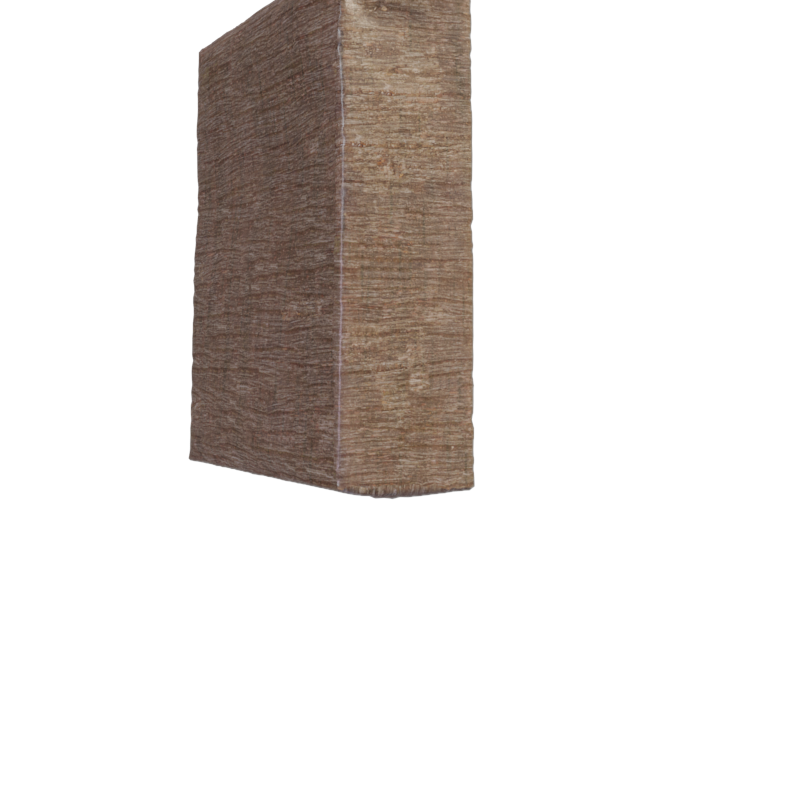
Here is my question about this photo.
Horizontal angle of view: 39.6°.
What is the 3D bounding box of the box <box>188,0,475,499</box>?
[{"bbox_3d":[-0.040,-0.073,0.508,0.069,0.216,0.168,2,-3,-30],"label":"box"}]
